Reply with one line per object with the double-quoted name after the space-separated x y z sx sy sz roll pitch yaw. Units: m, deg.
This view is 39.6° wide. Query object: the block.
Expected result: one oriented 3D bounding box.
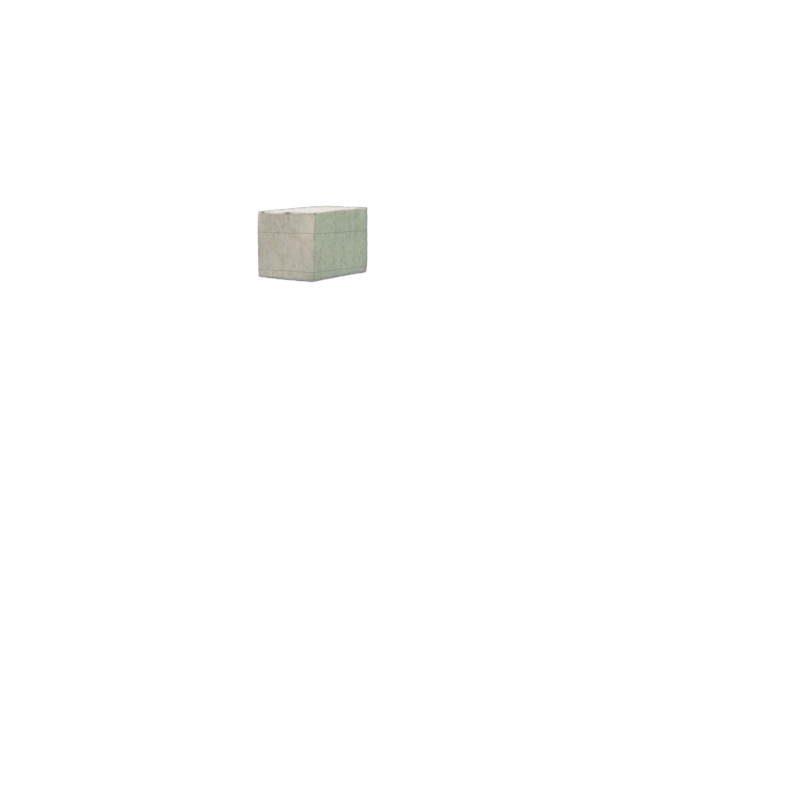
-0.066 -0.120 0.842 0.055 0.050 0.076 6 12 29 "block"
